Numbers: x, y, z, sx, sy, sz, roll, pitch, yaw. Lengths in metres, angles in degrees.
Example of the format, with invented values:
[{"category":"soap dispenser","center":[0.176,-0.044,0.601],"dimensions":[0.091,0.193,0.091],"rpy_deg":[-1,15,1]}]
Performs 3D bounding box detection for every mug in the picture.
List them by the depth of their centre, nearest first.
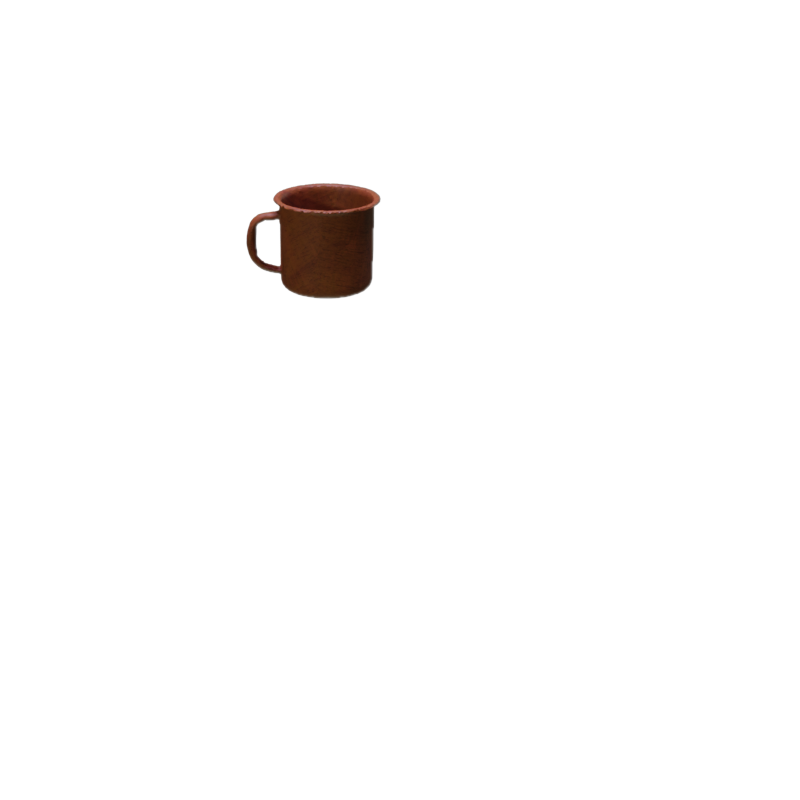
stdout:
[{"category":"mug","center":[-0.076,-0.139,0.972],"dimensions":[0.116,0.078,0.099],"rpy_deg":[-4,23,-10]}]
